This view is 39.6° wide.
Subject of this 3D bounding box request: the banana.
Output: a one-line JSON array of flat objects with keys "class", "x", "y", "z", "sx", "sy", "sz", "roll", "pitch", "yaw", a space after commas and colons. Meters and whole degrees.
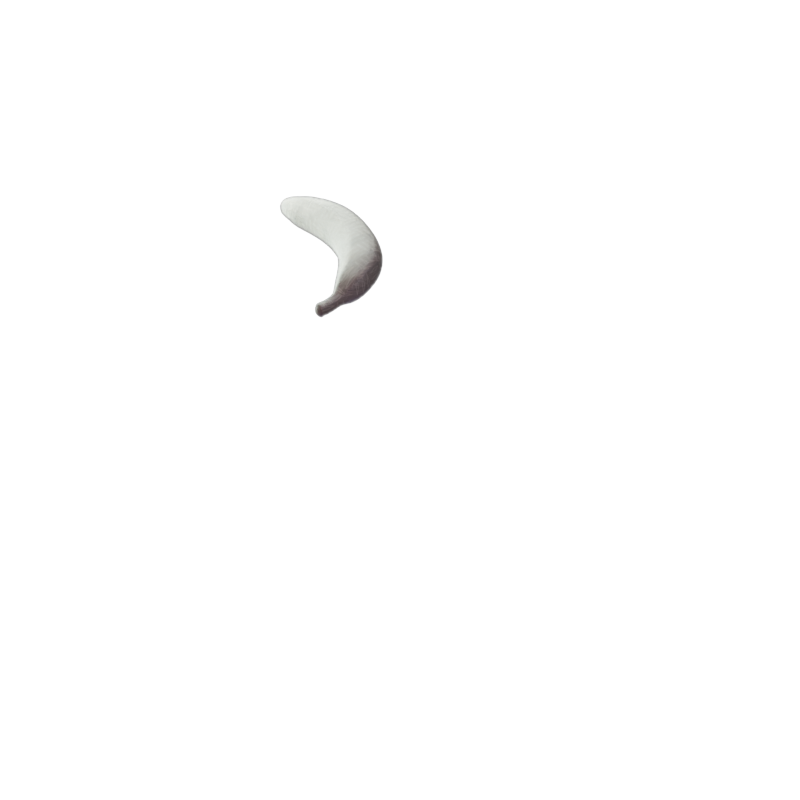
[{"class": "banana", "x": -0.056, "y": -0.137, "z": 0.960, "sx": 0.069, "sy": 0.035, "sz": 0.212, "roll": -6, "pitch": 33, "yaw": -11}]
